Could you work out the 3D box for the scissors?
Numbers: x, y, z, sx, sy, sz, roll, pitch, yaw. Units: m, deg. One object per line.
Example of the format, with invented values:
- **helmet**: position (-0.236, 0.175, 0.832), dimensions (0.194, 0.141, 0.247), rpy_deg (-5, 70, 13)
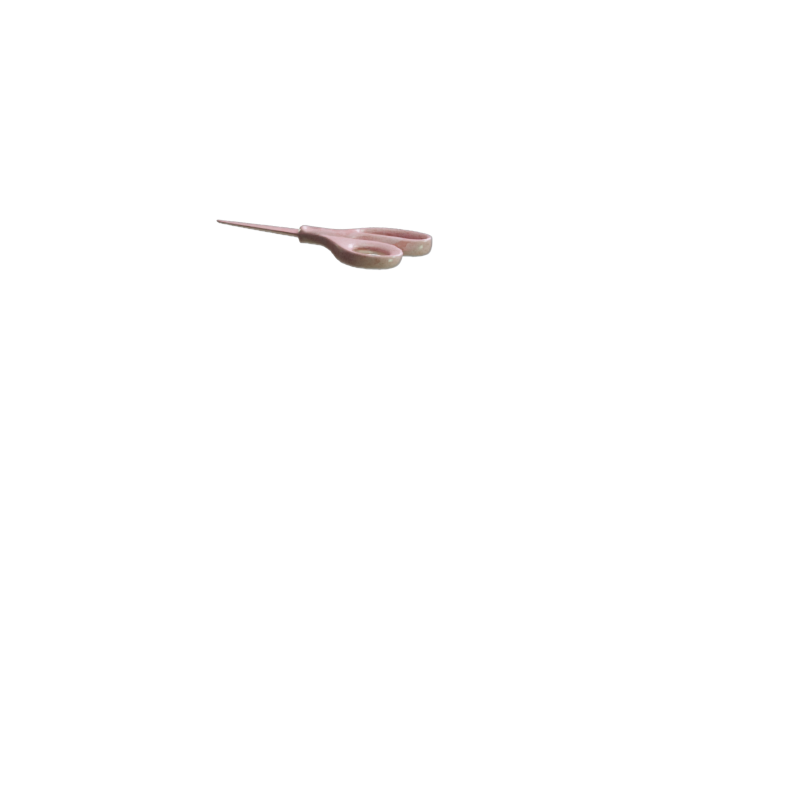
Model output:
- **scissors**: position (-0.075, -0.136, 0.955), dimensions (0.205, 0.015, 0.099), rpy_deg (5, 24, 11)
